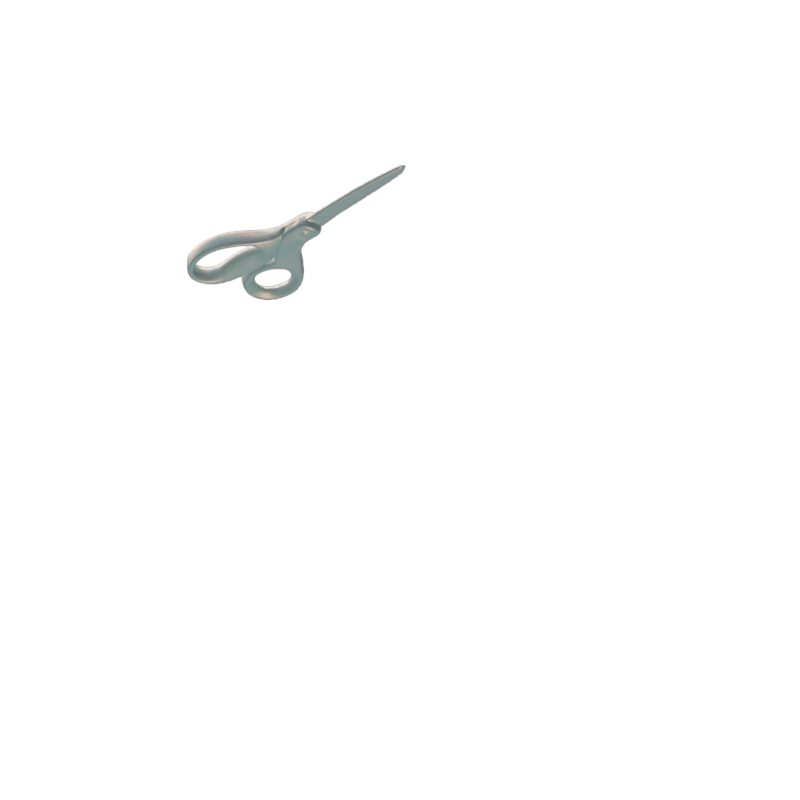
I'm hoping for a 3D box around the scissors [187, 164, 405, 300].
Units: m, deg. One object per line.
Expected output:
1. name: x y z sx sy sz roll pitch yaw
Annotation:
1. scissors: -0.063 -0.114 0.801 0.204 0.017 0.089 -14 -29 27
